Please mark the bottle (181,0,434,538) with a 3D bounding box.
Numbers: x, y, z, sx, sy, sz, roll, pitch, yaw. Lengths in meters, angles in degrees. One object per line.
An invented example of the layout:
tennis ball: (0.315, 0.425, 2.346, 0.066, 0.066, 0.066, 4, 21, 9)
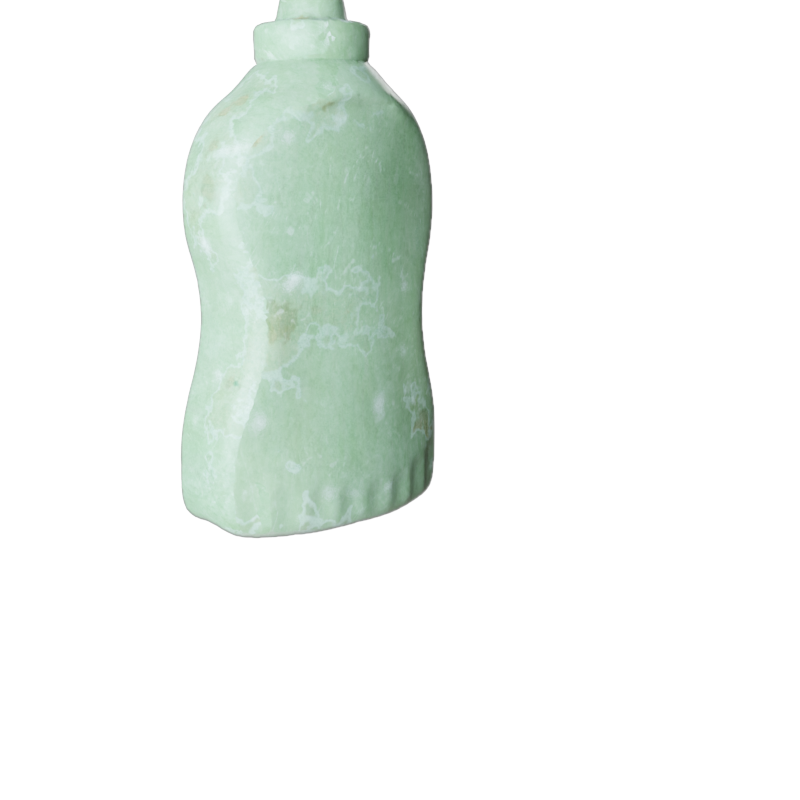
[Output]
bottle: (-0.031, -0.056, 0.392, 0.093, 0.189, 0.061, -4, 7, -38)
